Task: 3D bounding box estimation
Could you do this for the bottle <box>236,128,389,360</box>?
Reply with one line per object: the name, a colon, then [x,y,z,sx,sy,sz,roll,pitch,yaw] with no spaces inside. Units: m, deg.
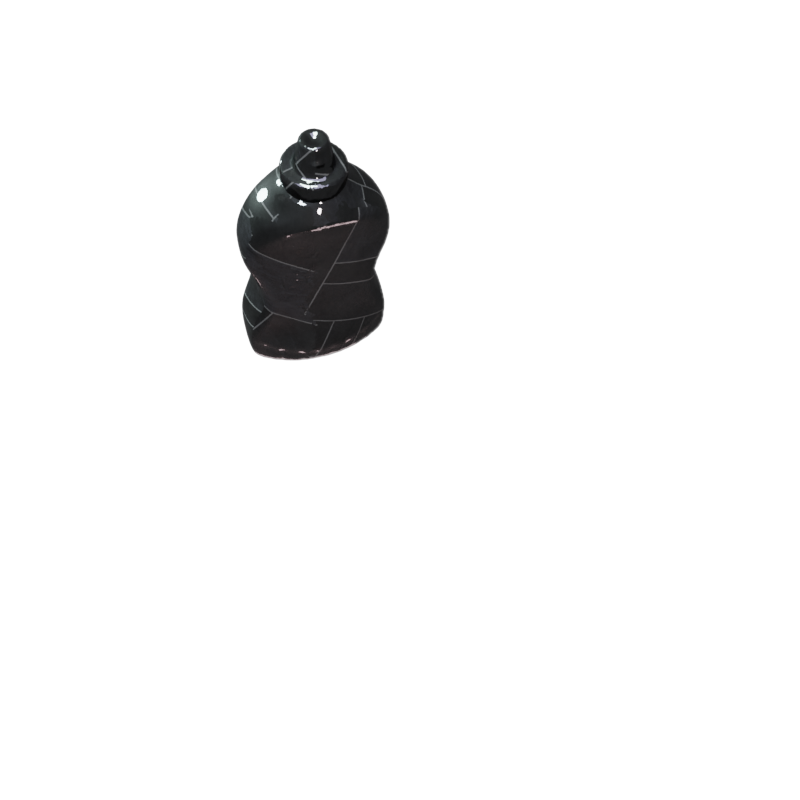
bottle: [-0.055,-0.101,0.708,0.095,0.063,0.179,-11,-32,-11]
